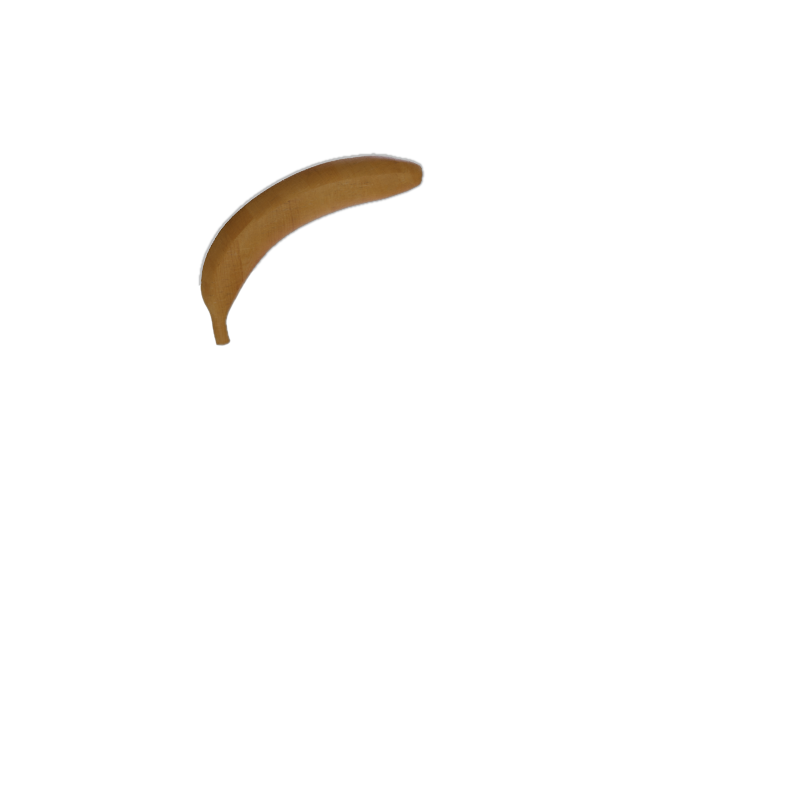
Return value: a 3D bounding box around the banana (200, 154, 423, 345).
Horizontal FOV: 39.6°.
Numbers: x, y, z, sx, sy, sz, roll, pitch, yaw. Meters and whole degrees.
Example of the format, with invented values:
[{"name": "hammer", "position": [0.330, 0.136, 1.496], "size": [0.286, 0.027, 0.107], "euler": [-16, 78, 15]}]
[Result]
[{"name": "banana", "position": [-0.078, -0.125, 0.802], "size": [0.197, 0.067, 0.038], "euler": [-38, 15, 11]}]
